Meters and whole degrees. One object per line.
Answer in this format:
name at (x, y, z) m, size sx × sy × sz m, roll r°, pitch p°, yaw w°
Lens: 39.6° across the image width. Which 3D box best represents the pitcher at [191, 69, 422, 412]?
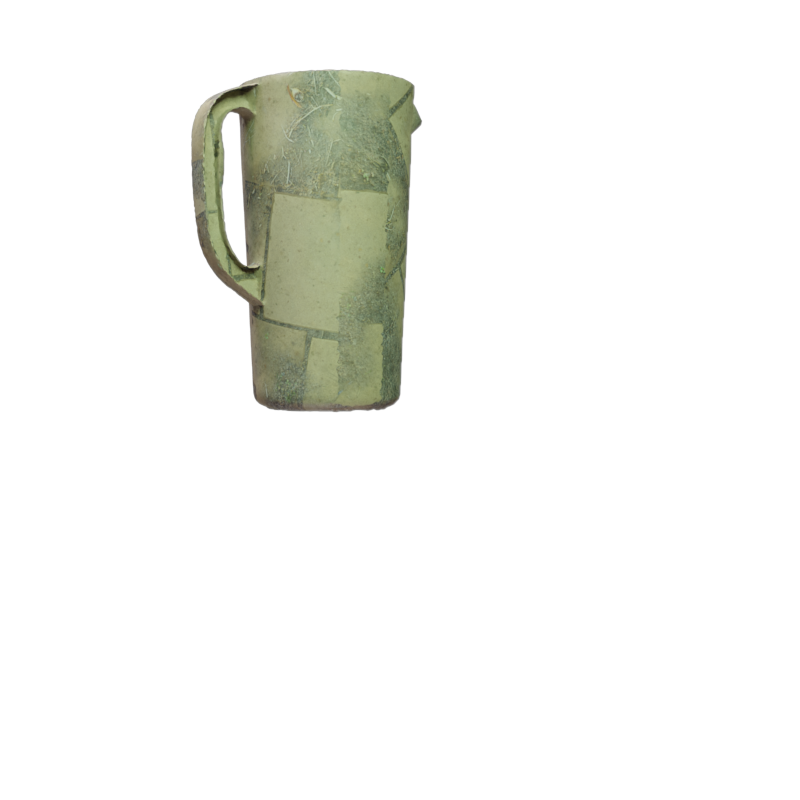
pitcher at (-0.064, -0.116, 0.814) m, size 0.151 × 0.246 × 0.141 m, roll -1°, pitch -3°, yaw 11°
